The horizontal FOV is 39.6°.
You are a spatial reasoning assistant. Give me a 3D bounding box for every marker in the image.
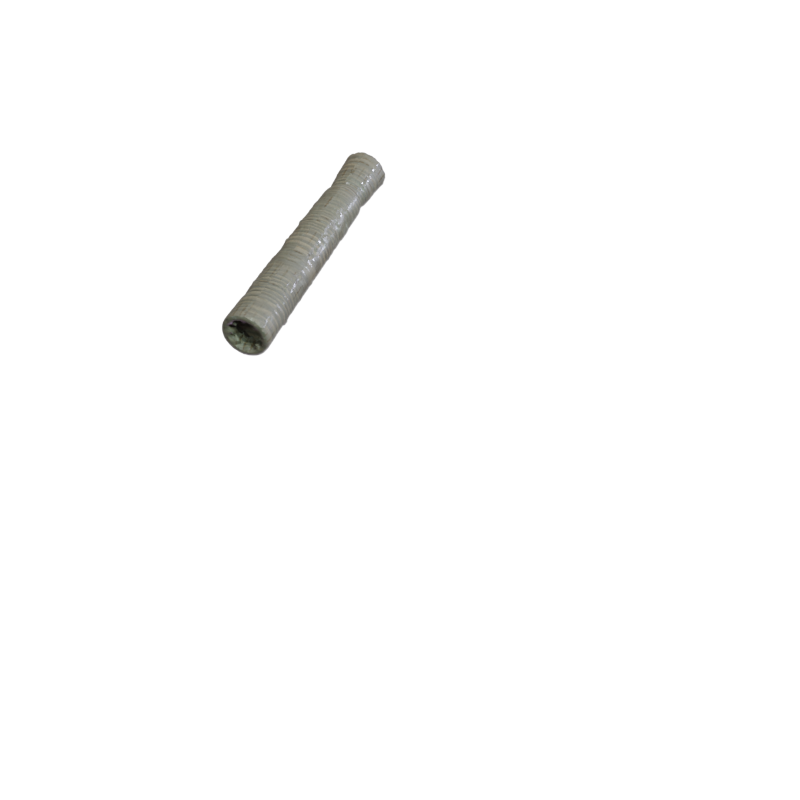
[{"bbox_3d":[-0.034,-0.063,0.438,0.020,0.018,0.126,1,40,26],"label":"marker"}]
